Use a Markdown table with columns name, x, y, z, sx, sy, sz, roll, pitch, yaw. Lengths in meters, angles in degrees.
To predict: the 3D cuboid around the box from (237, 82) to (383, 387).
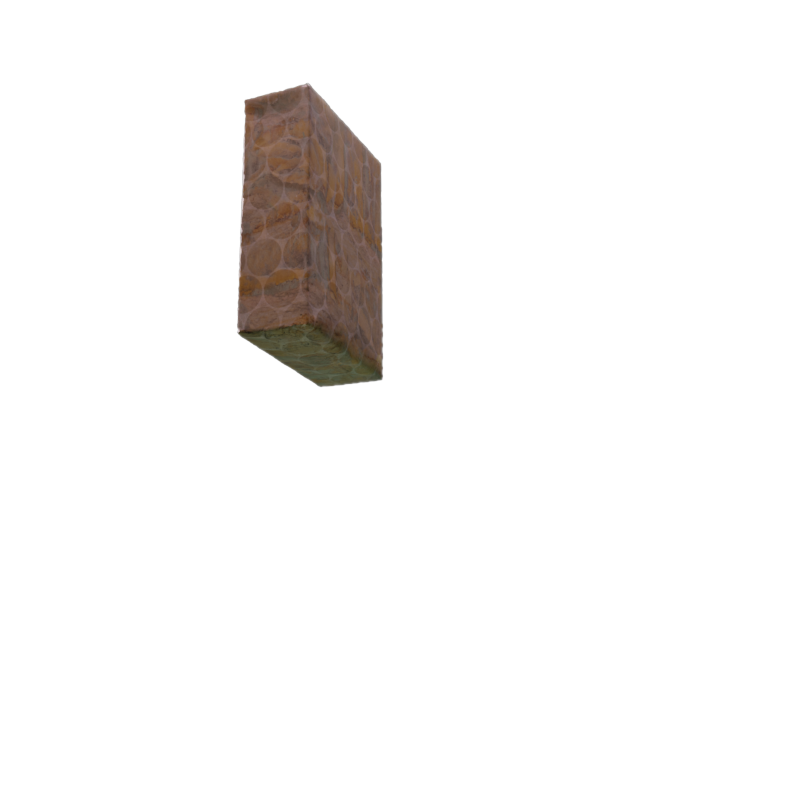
| name | x | y | z | sx | sy | sz | roll | pitch | yaw |
| --- | --- | --- | --- | --- | --- | --- | --- | --- | --- |
| box | -0.074 | -0.135 | 0.949 | 0.073 | 0.225 | 0.153 | -10 | -21 | 20 |
